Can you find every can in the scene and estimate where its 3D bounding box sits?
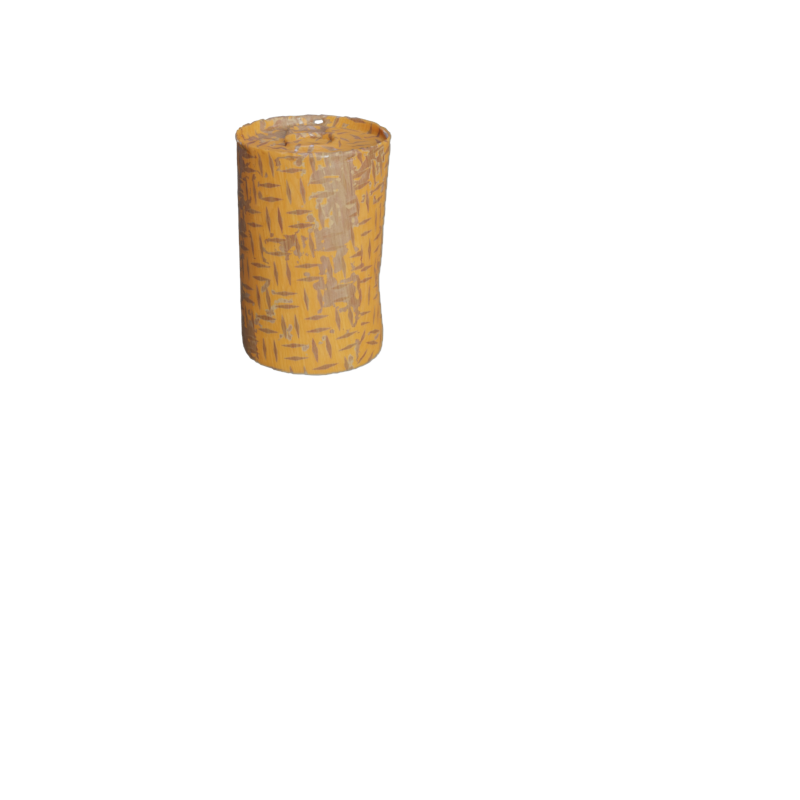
[{"bbox_3d":[-0.039,-0.071,0.499,0.068,0.097,0.072,0,24,-2],"label":"can"}]
